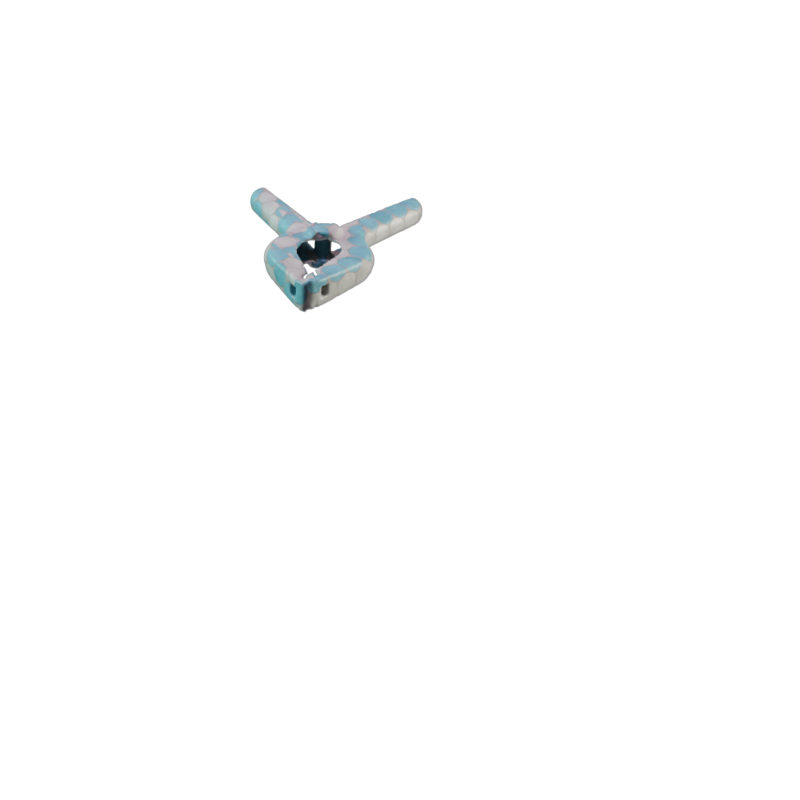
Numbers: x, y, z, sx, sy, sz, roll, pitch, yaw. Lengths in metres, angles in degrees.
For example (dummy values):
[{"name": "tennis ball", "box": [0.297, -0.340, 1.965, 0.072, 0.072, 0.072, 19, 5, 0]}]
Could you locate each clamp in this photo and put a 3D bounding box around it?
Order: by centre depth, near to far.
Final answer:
[{"name": "clamp", "box": [-0.077, -0.141, 0.987, 0.168, 0.034, 0.219, 6, 32, 11]}]
